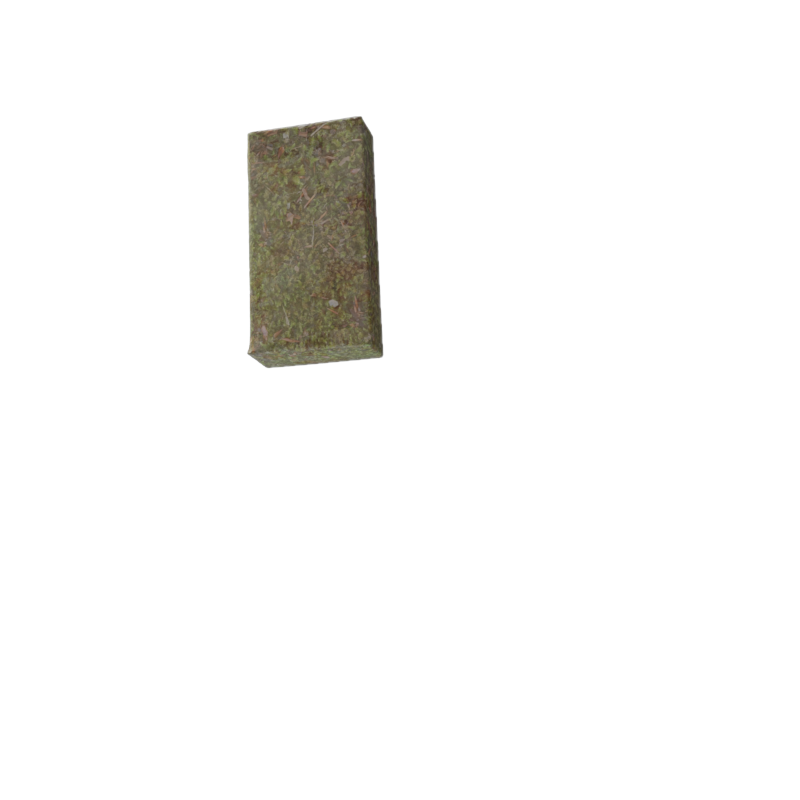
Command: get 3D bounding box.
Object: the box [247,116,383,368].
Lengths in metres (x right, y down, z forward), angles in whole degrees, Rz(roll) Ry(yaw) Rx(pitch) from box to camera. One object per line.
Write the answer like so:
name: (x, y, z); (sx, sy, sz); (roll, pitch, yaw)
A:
box: (-0.064, -0.117, 0.819); (0.095, 0.185, 0.045); (-6, -20, 14)
